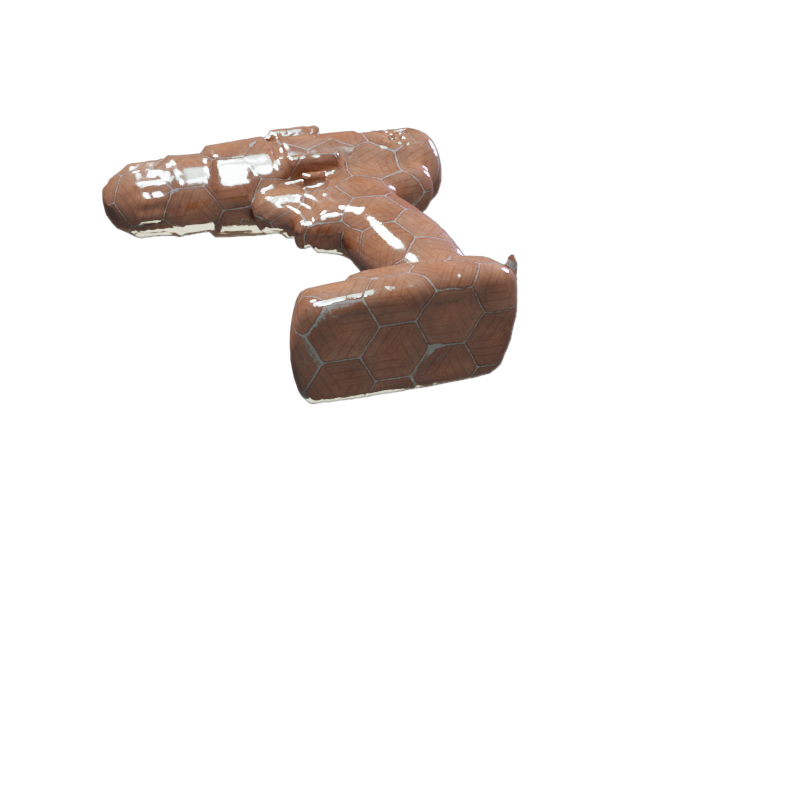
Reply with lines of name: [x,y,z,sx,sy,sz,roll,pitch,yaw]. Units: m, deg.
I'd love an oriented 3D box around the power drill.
power drill: [-0.042,-0.077,0.540,0.182,0.054,0.203,-12,38,-16]
